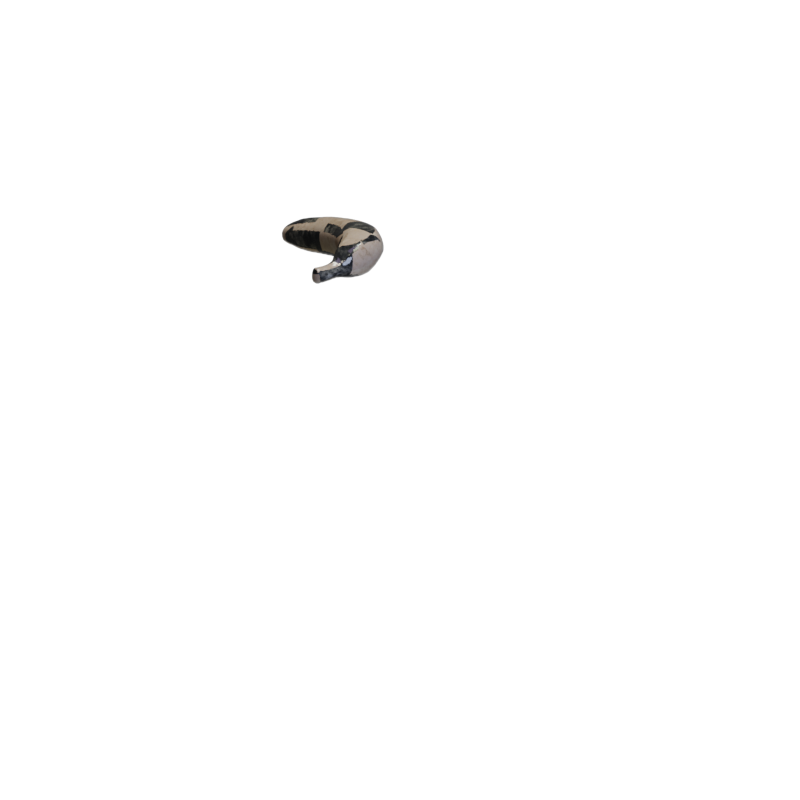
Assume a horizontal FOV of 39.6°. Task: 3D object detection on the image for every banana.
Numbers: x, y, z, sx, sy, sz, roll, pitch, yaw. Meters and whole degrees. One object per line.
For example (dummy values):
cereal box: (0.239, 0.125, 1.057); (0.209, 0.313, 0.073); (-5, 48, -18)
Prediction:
banana: (-0.054, -0.133, 0.935); (0.069, 0.036, 0.206); (-3, 16, -12)
